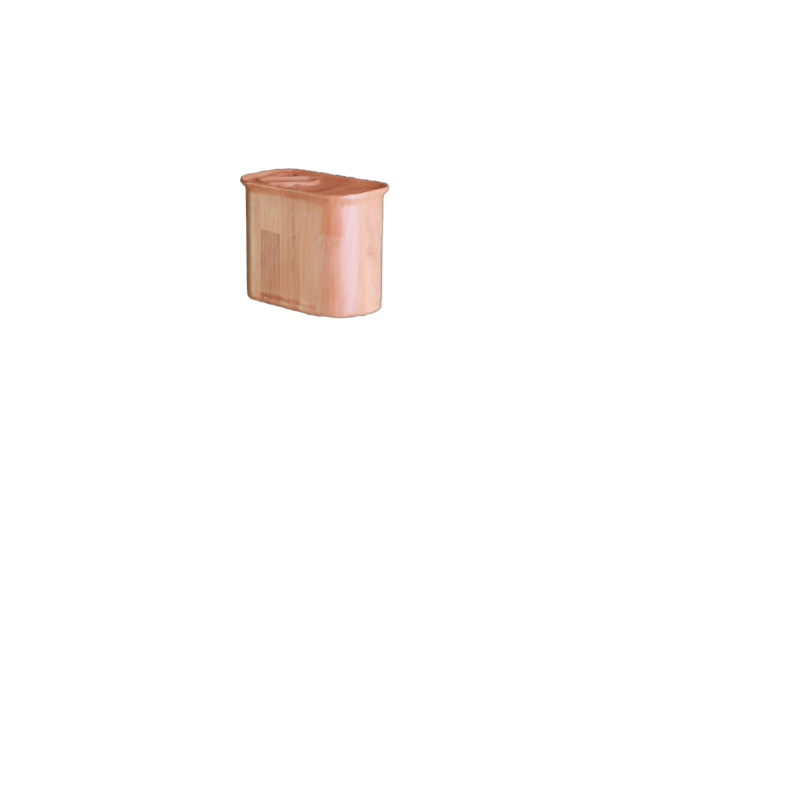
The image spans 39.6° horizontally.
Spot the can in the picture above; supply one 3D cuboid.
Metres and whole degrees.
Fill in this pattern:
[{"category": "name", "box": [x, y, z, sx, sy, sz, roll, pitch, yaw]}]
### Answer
[{"category": "can", "box": [-0.058, -0.106, 0.741, 0.107, 0.081, 0.057, 16, 22, 37]}]
